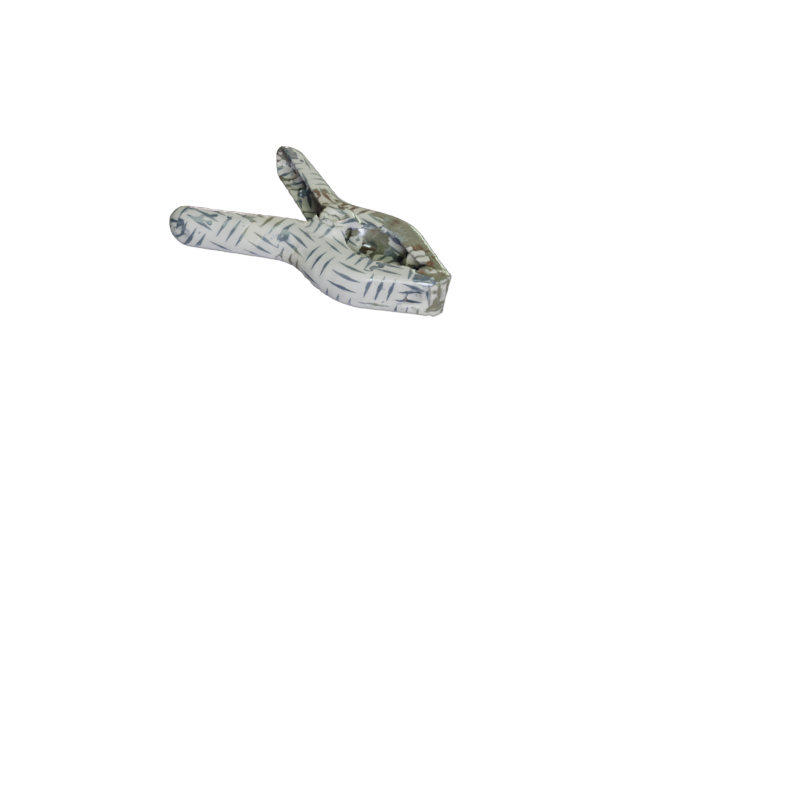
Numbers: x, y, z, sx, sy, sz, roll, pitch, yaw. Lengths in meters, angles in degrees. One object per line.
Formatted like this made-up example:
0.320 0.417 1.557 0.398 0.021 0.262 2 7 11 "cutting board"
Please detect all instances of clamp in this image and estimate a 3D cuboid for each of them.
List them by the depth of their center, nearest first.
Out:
-0.053 -0.096 0.674 0.183 0.037 0.121 33 52 31 "clamp"
